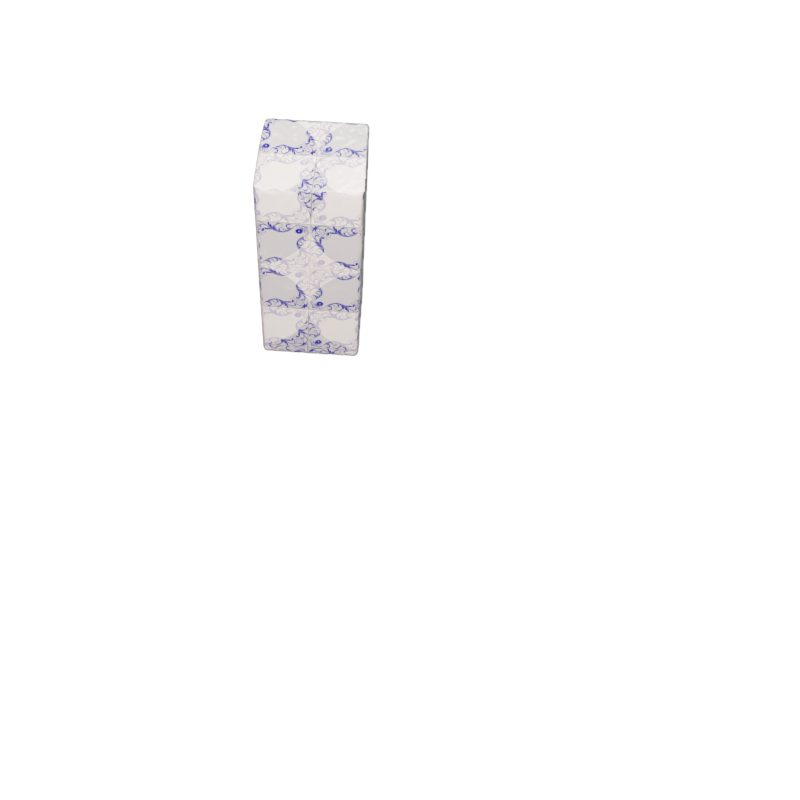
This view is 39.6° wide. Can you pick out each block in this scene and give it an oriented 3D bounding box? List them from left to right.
[{"bbox_3d":[-0.077,-0.139,0.976,0.091,0.096,0.192,4,-40,0],"label":"block"}]
